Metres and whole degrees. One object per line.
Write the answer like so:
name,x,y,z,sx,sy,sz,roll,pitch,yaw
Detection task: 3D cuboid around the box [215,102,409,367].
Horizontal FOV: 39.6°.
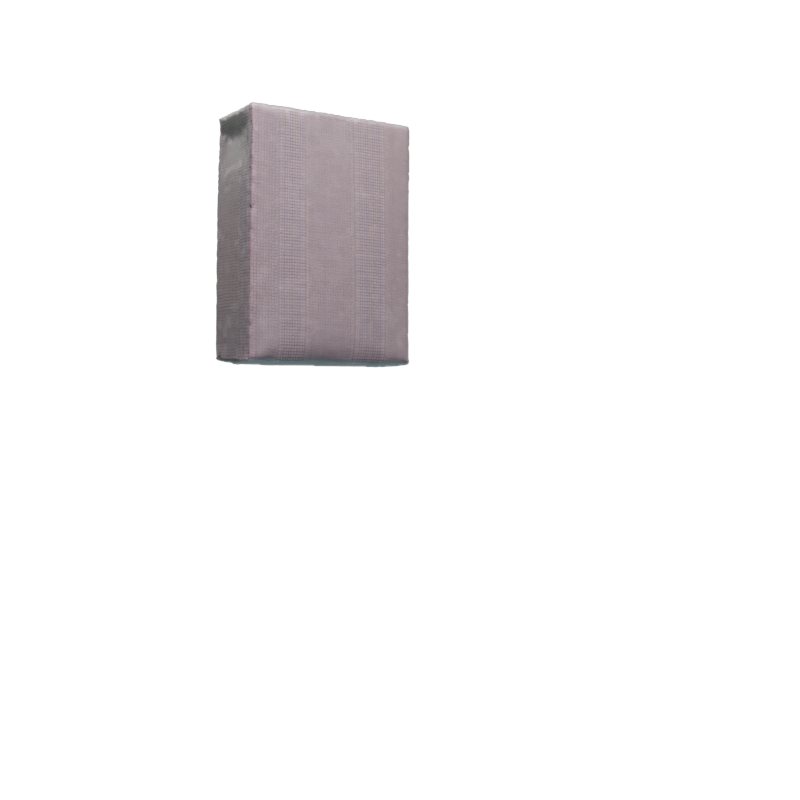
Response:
box,-0.075,-0.137,0.961,0.158,0.218,0.073,3,-8,-34
